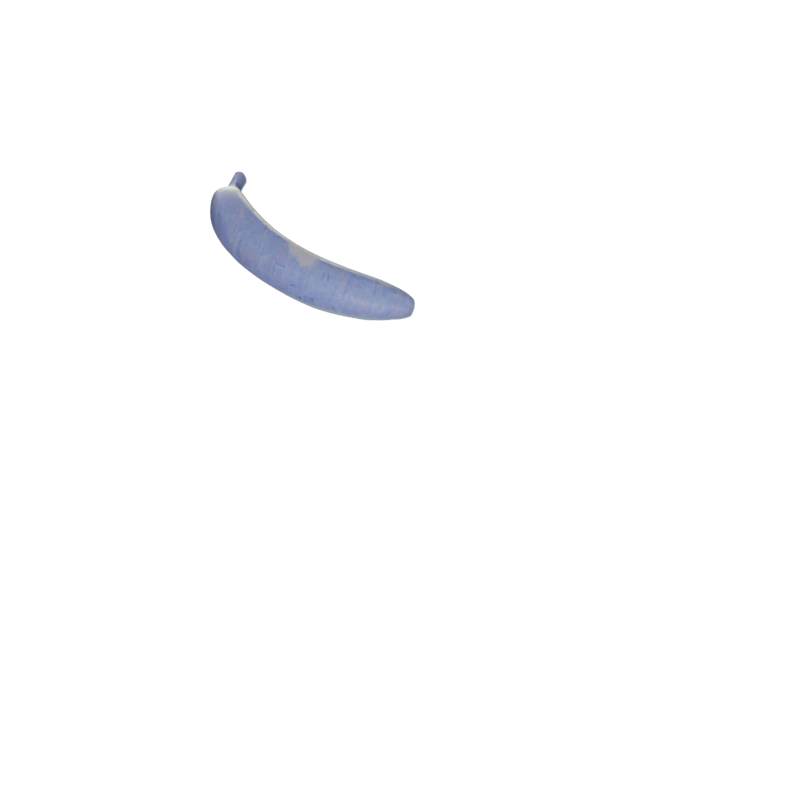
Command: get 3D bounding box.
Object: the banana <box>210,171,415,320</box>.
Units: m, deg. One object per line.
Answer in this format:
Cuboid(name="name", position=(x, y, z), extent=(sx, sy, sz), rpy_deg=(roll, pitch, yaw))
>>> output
Cuboid(name="banana", position=(-0.081, -0.110, 0.824), extent=(0.070, 0.034, 0.210), rpy_deg=(-37, 60, -25))
